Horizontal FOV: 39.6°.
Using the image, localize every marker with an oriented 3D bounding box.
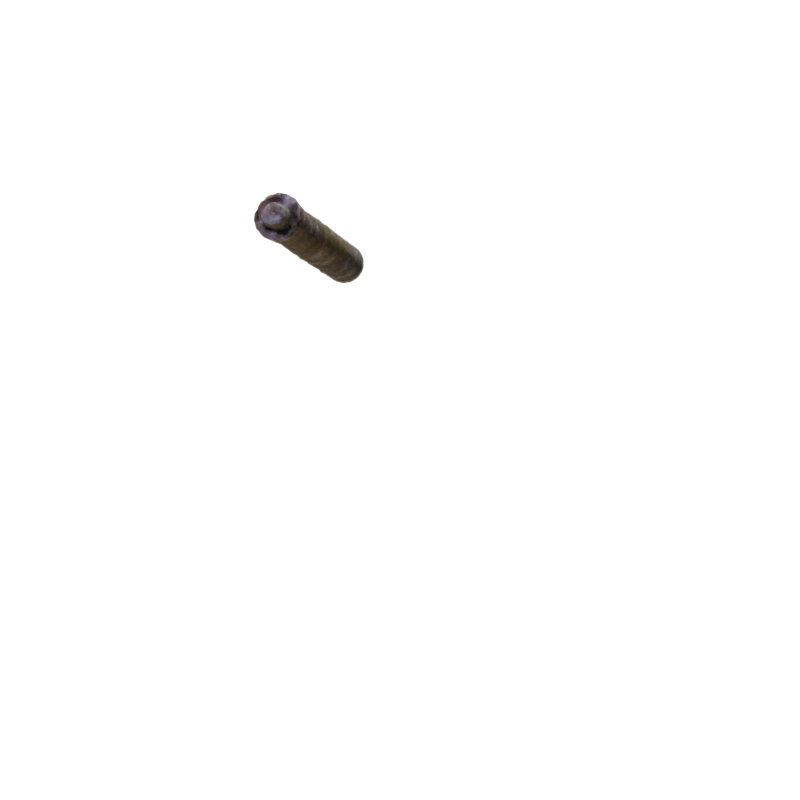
[{"bbox_3d":[-0.037,-0.068,0.474,0.020,0.020,0.117,1,-2,11],"label":"marker"}]
